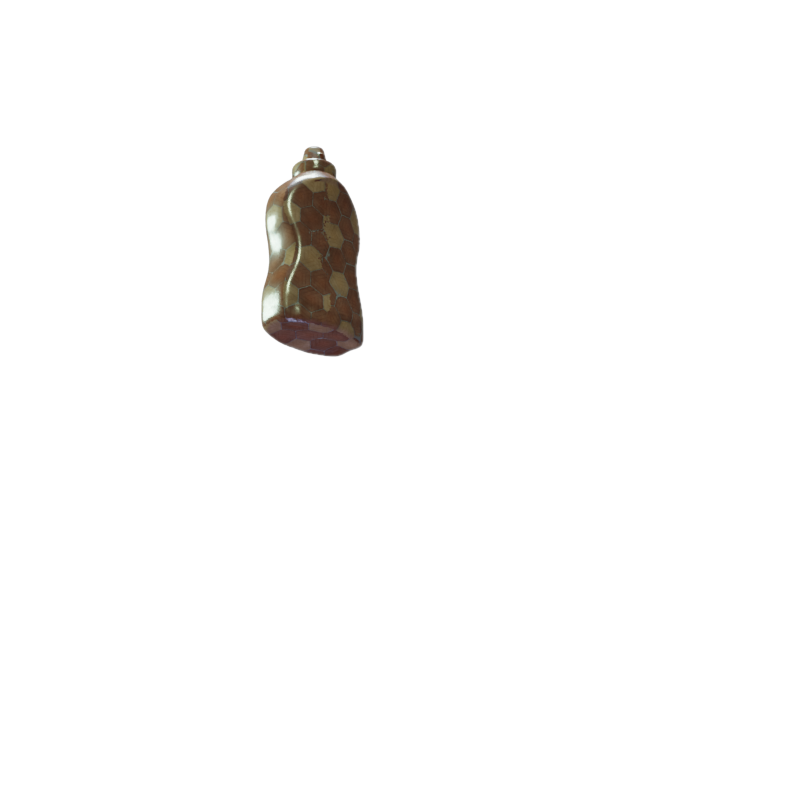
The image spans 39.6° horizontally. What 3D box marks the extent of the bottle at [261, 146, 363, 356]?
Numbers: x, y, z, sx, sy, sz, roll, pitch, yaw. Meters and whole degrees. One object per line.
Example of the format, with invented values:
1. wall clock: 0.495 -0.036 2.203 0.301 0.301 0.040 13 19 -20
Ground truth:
1. bottle: -0.077 -0.141 0.985 0.090 0.203 0.058 21 -35 -38
